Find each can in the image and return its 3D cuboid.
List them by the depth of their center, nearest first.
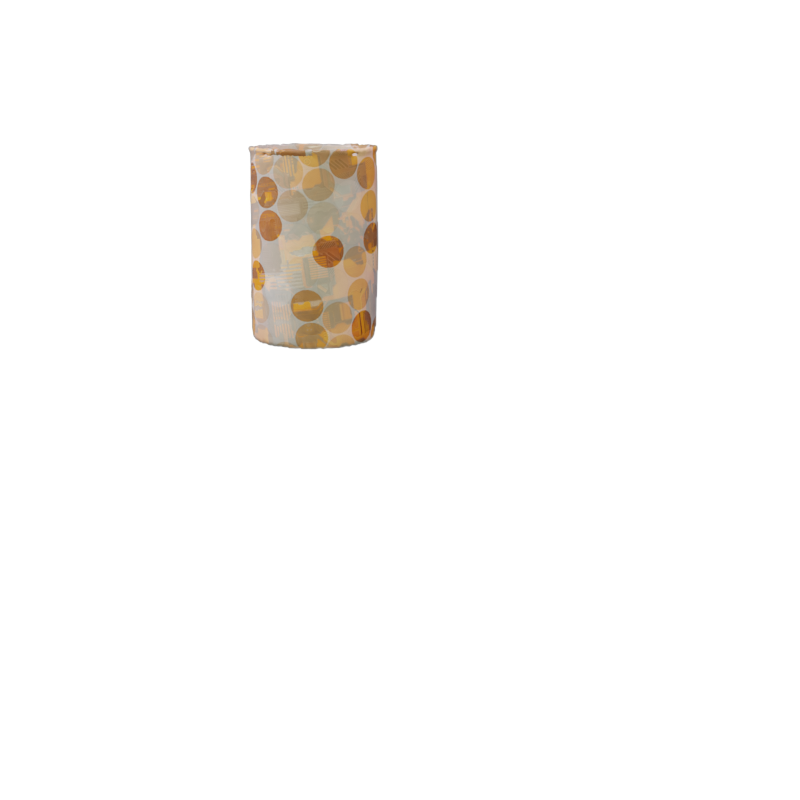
[{"bbox_3d":[-0.046,-0.084,0.588,0.068,0.100,0.070,0,10,-2],"label":"can"}]
